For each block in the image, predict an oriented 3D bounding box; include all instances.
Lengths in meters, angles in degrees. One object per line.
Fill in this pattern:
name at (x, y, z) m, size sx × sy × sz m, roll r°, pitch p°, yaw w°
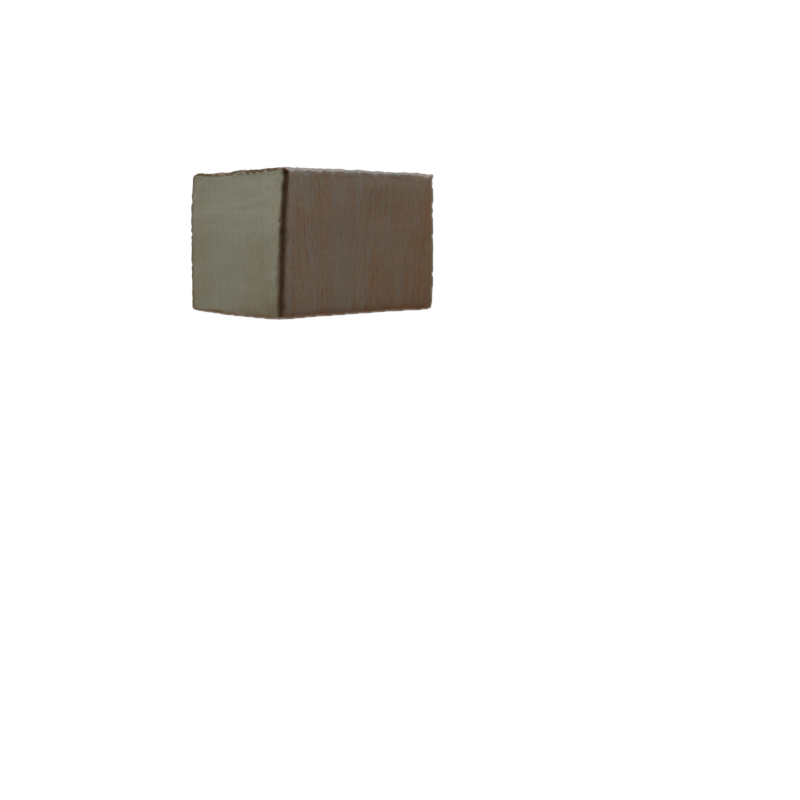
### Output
block at (-0.032, -0.058, 0.410) m, size 0.055 × 0.051 × 0.075 m, roll 5°, pitch 8°, yaw 44°
